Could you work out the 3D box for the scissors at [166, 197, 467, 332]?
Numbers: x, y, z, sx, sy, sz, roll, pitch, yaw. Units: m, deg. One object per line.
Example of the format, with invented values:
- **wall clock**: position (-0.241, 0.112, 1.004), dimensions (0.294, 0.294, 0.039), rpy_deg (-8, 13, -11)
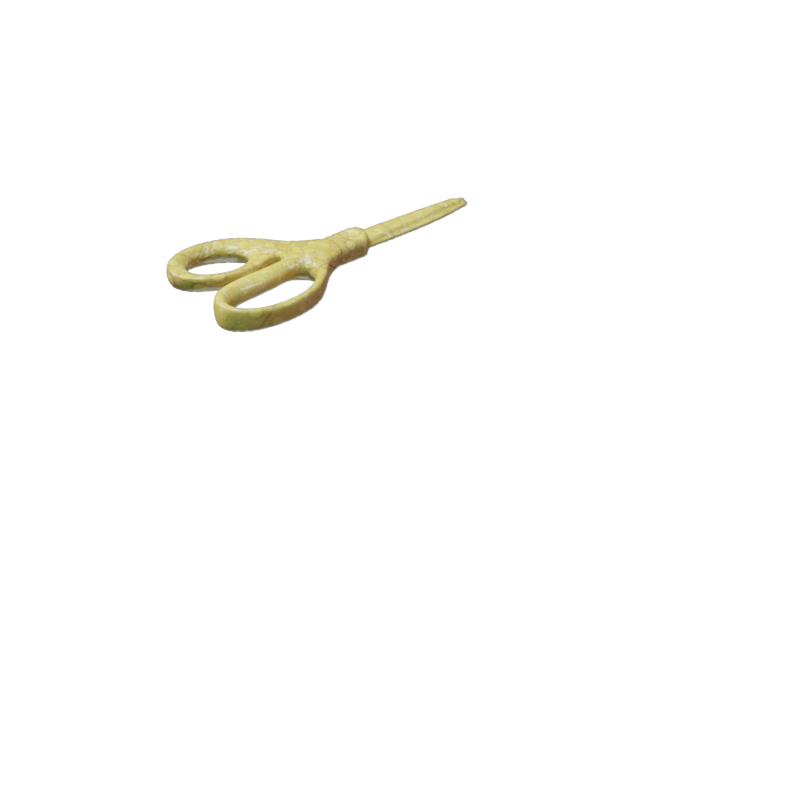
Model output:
- **scissors**: position (-0.048, -0.088, 0.618), dimensions (0.101, 0.015, 0.204), rpy_deg (15, 33, 25)
